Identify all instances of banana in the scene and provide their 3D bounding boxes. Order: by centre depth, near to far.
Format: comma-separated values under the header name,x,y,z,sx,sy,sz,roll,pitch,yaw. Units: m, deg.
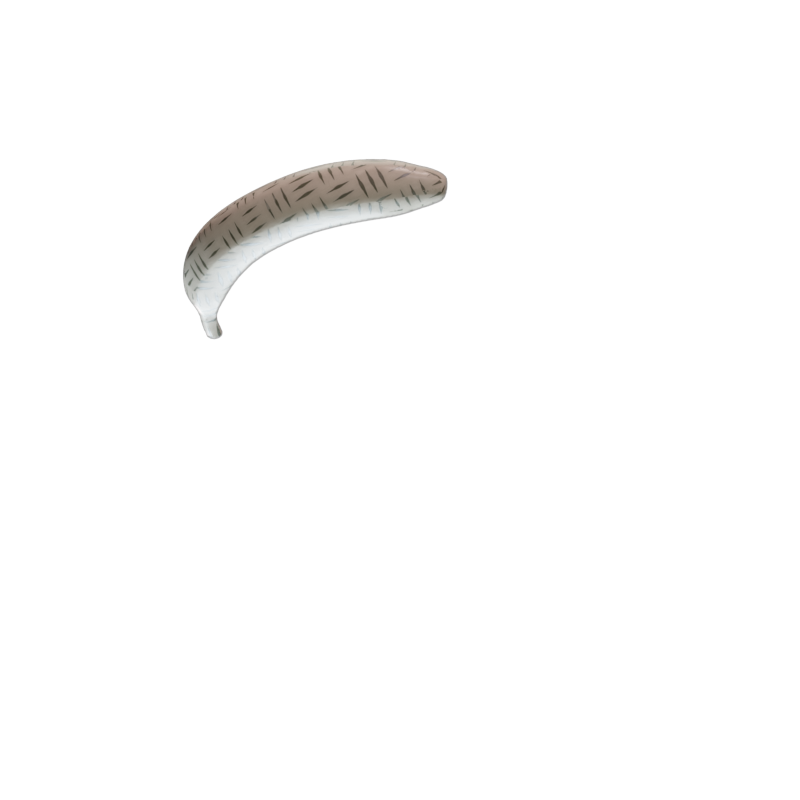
name,x,y,z,sx,sy,sz,roll,pitch,yaw
banana,-0.067,-0.103,0.667,0.198,0.039,0.065,-26,-44,30
